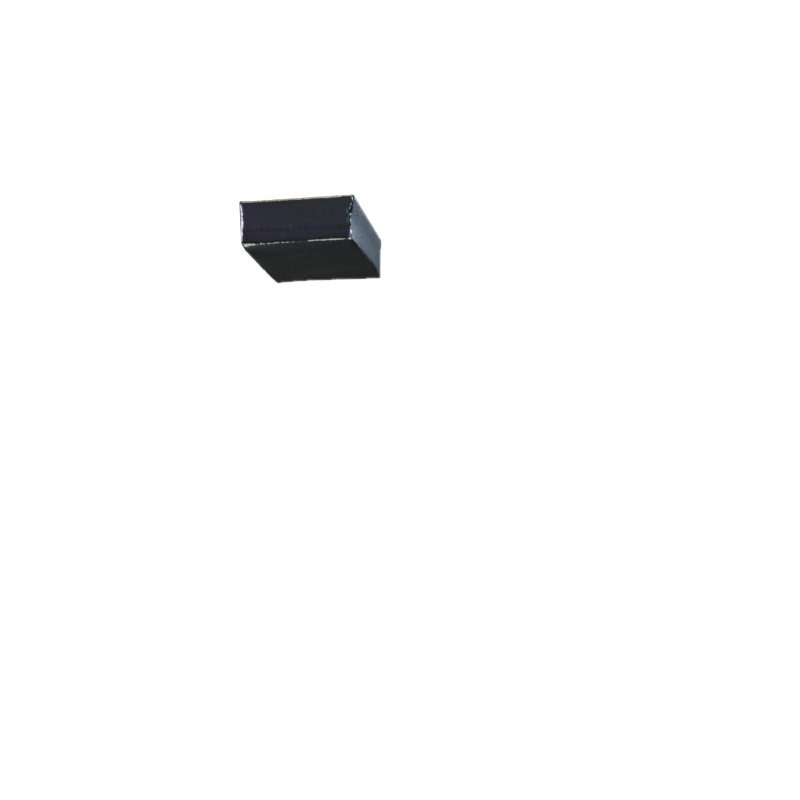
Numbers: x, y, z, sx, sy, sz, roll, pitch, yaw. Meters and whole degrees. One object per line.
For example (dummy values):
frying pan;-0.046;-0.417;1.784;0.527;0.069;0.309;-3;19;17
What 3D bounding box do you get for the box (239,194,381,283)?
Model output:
box;-0.068;-0.124;0.867;0.091;0.040;0.108;-2;-10;11
